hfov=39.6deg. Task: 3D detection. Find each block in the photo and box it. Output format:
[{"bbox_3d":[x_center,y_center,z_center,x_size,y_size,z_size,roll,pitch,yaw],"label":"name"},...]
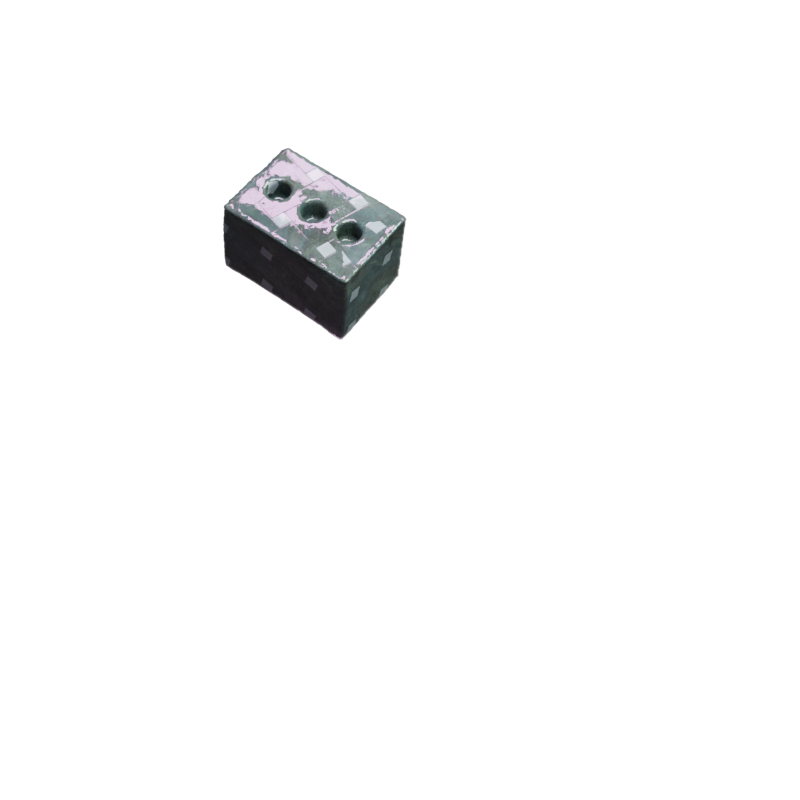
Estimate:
[{"bbox_3d":[-0.044,-0.080,0.560,0.082,0.054,0.048,32,-29,19],"label":"block"}]
